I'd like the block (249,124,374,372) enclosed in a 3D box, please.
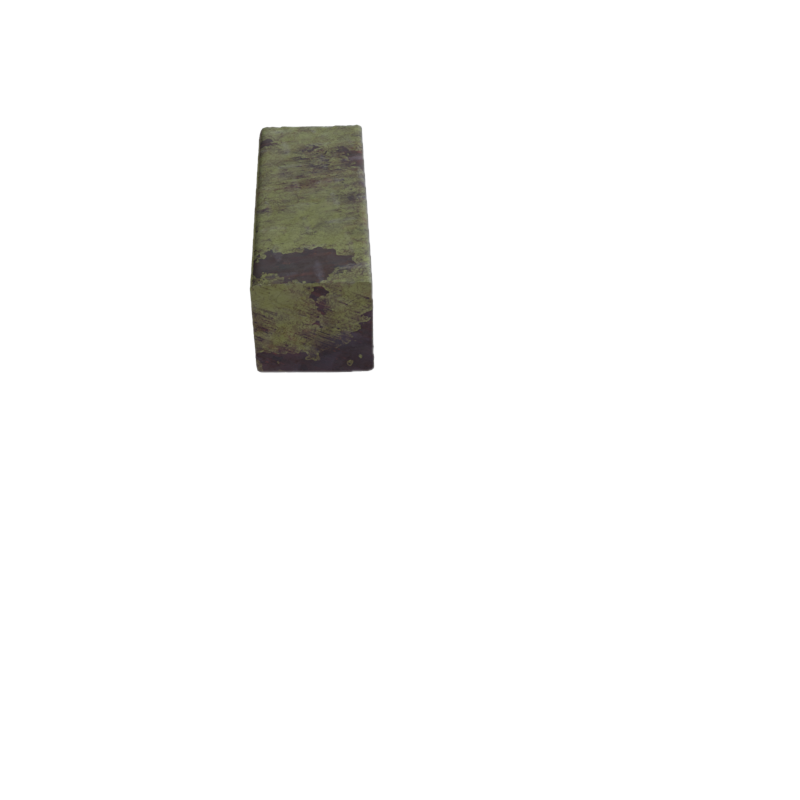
[{"bbox_3d":[-0.070,-0.126,0.886,0.090,0.084,0.221,-2,43,-2],"label":"block"}]
